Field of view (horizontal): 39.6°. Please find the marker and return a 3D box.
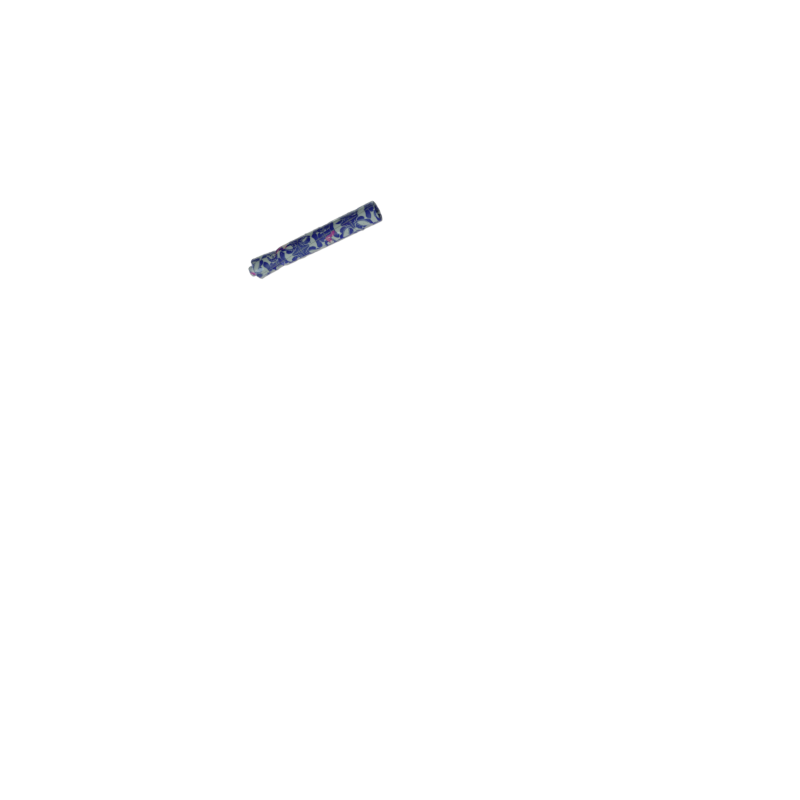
[{"bbox_3d":[-0.072,-0.132,0.922,0.121,0.020,0.019,-24,-2,14],"label":"marker"}]
